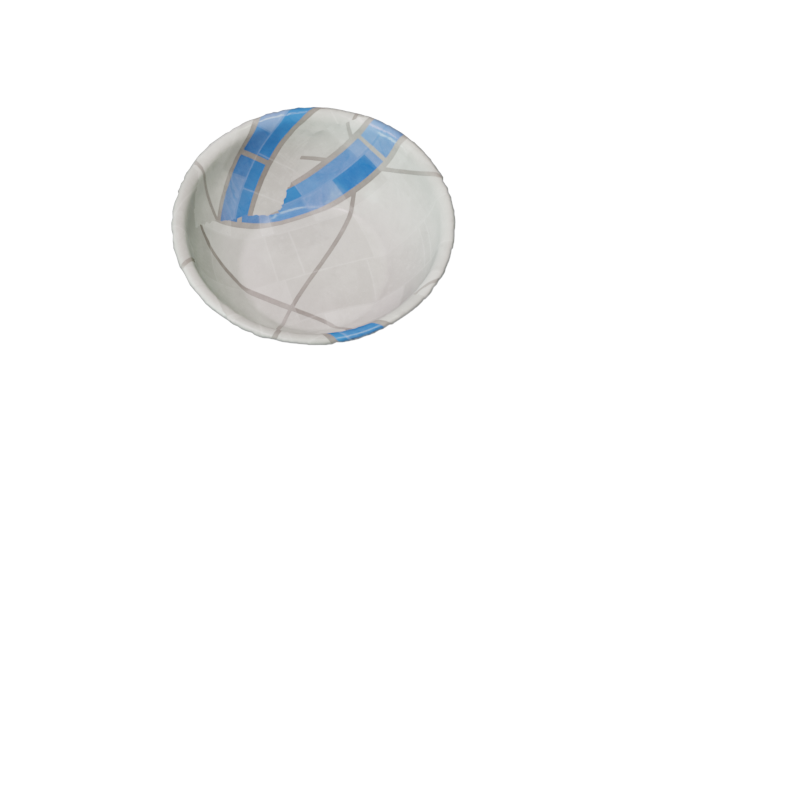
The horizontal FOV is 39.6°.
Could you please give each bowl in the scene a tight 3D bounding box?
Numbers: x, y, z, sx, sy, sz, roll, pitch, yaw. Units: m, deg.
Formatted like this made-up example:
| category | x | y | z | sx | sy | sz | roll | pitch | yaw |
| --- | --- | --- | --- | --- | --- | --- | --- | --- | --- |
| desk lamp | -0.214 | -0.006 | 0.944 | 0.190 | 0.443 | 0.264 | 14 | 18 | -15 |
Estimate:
| category | x | y | z | sx | sy | sz | roll | pitch | yaw |
| --- | --- | --- | --- | --- | --- | --- | --- | --- | --- |
| bowl | -0.051 | -0.093 | 0.652 | 0.162 | 0.173 | 0.052 | -1 | -30 | -1 |
